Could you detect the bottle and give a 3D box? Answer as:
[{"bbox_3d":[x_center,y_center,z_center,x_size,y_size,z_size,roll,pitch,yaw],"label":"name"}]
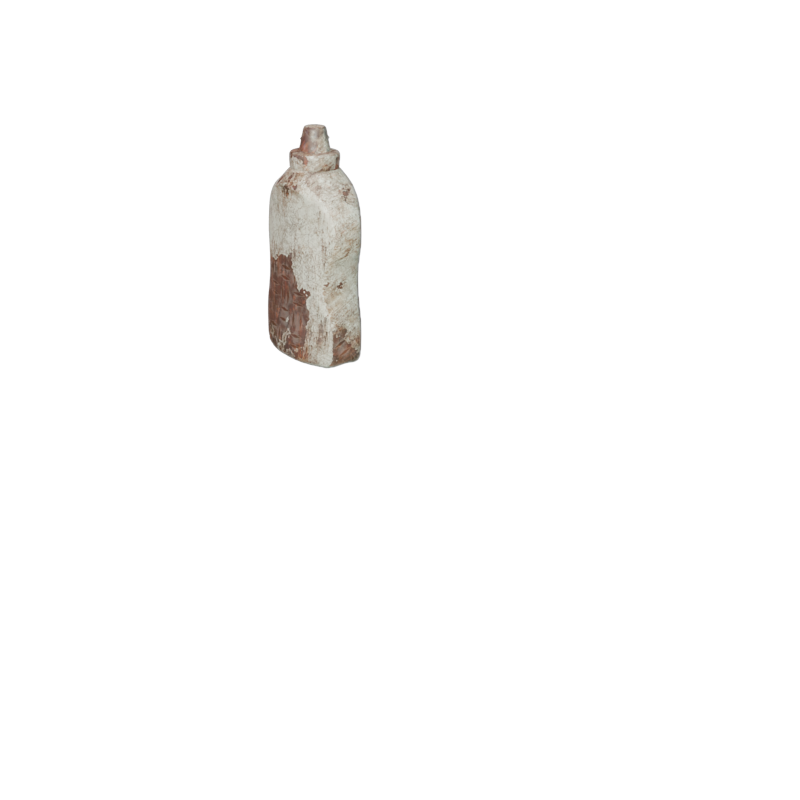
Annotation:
[{"bbox_3d":[-0.071,-0.130,0.909,0.057,0.184,0.102,-11,21,-34],"label":"bottle"}]
